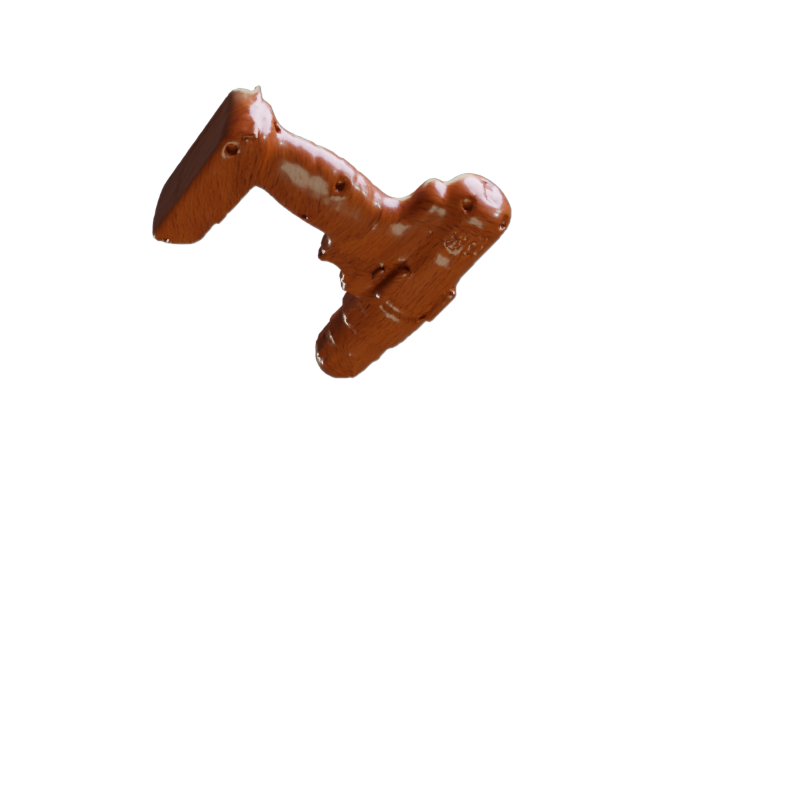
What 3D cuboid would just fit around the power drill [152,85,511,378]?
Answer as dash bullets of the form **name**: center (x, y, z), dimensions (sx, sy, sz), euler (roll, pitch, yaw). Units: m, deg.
- **power drill**: center (-0.054, -0.098, 0.686), dimensions (0.179, 0.062, 0.180), euler (24, -50, -23)
